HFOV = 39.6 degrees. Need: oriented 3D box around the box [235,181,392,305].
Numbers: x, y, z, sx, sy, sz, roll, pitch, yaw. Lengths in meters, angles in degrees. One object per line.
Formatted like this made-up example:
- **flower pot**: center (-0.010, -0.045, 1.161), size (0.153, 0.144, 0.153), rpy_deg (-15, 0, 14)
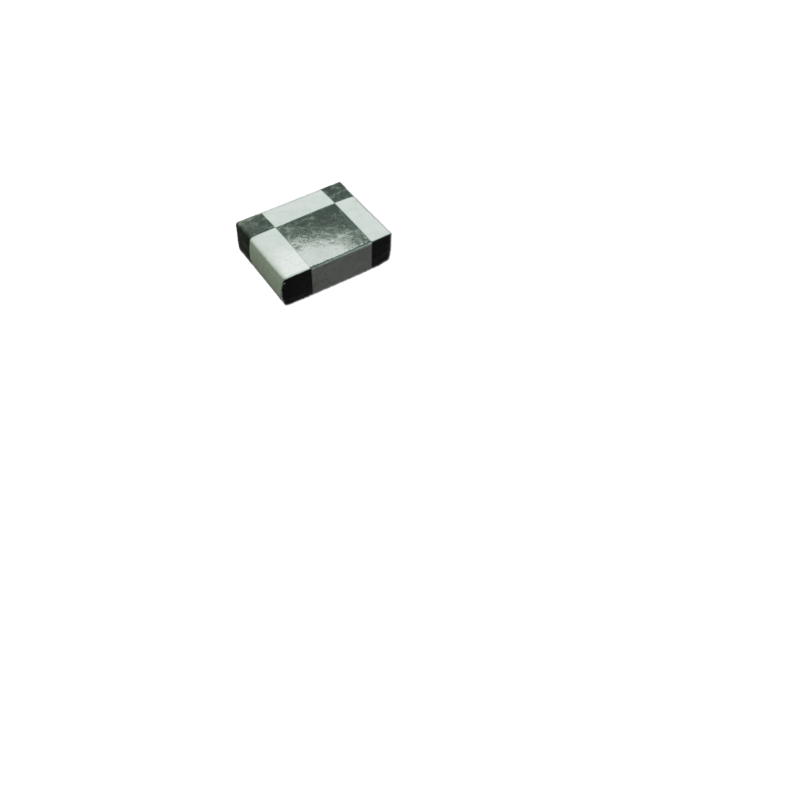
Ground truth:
- **box**: center (-0.078, -0.142, 0.993), size (0.113, 0.036, 0.097), rpy_deg (-24, 50, -22)
